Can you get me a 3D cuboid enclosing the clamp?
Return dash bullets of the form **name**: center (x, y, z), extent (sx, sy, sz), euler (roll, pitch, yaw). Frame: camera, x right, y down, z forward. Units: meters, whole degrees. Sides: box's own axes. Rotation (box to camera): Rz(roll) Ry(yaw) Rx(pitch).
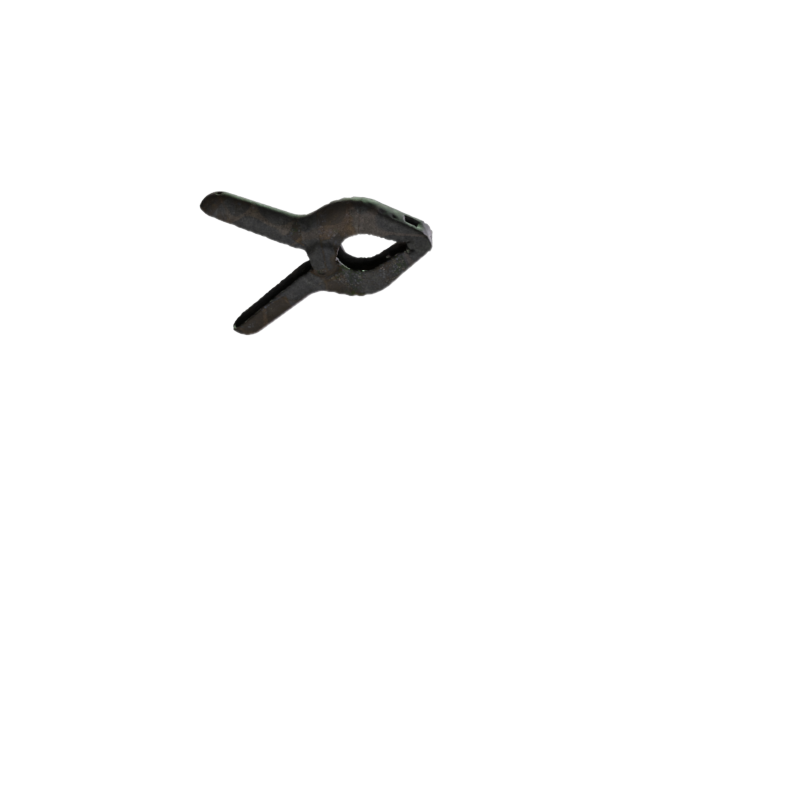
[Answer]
- **clamp**: center (-0.065, -0.118, 0.830), extent (0.172, 0.112, 0.042), euler (-16, 33, 11)
